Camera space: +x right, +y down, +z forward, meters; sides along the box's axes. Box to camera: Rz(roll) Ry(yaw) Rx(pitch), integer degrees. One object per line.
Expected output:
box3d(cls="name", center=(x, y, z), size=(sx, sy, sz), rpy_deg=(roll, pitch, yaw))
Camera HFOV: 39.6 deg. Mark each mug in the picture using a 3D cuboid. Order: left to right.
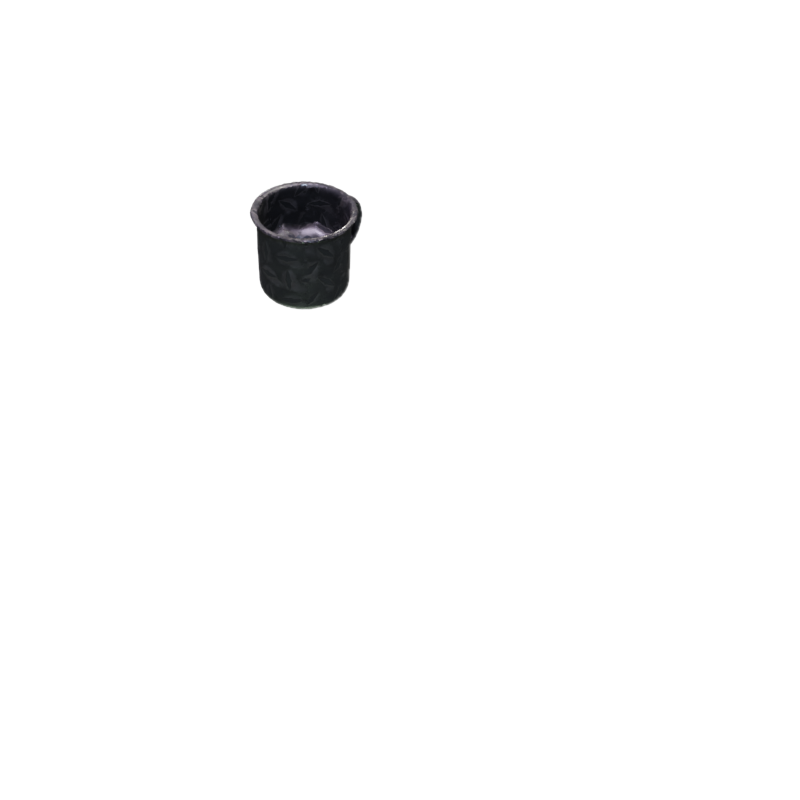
box3d(cls="mug", center=(-0.077, -0.141, 0.987), size=(0.099, 0.076, 0.118), rpy_deg=(28, 47, 28))
